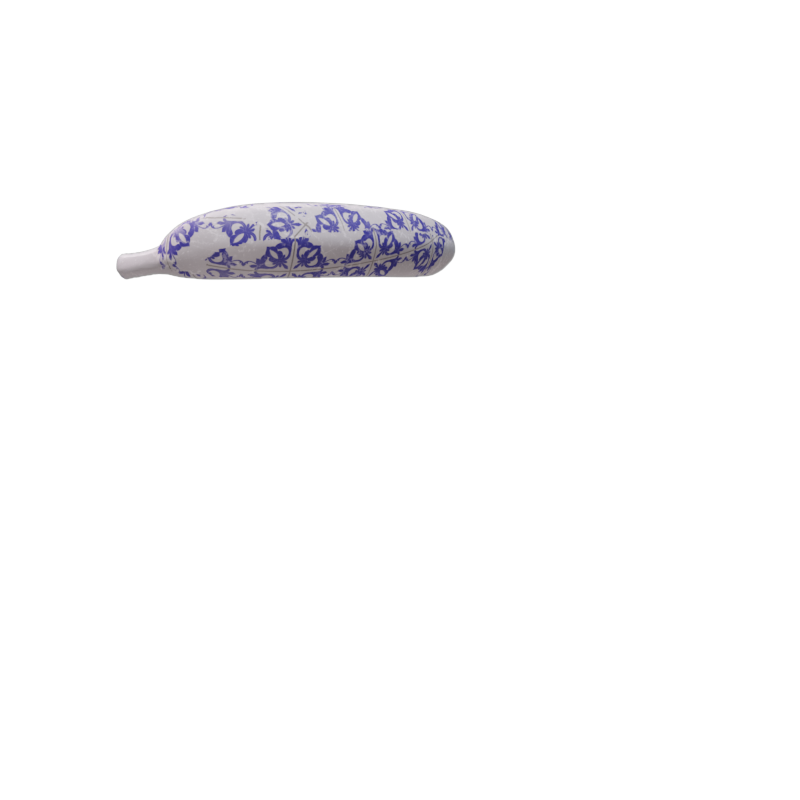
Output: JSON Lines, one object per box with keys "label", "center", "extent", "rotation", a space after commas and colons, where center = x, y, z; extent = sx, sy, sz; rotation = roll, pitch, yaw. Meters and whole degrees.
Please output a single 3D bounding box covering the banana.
{"label": "banana", "center": [-0.037, -0.079, 0.550], "extent": [0.191, 0.036, 0.072], "rotation": [-5, 7, -33]}
